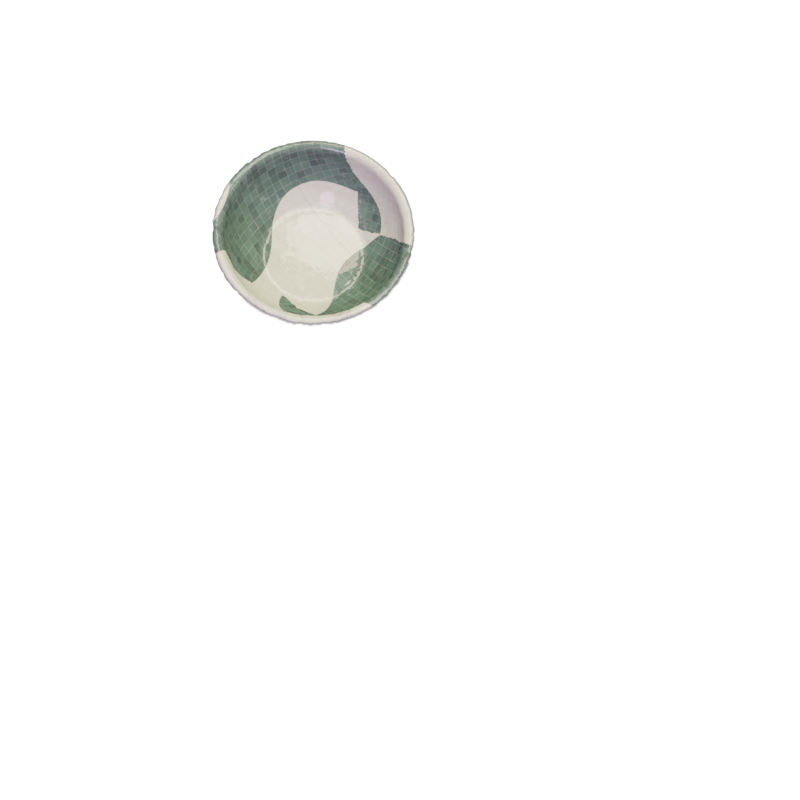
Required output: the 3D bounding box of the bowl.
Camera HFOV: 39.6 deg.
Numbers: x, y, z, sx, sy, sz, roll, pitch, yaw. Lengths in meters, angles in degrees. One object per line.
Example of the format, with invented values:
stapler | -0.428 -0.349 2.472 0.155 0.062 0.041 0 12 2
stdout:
bowl | -0.071 -0.130 0.910 0.162 0.170 0.052 -1 -22 -1
